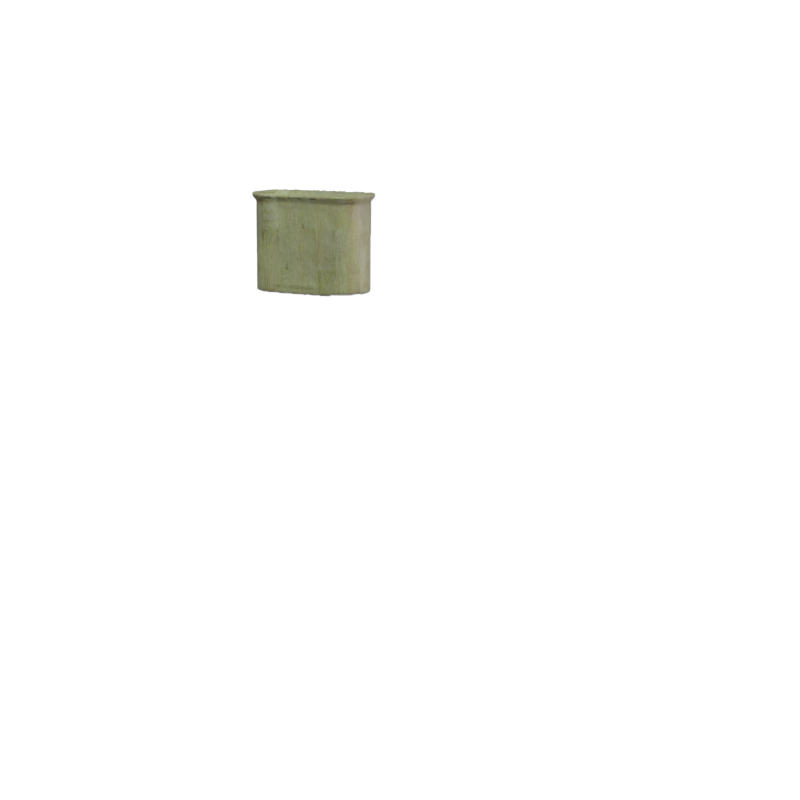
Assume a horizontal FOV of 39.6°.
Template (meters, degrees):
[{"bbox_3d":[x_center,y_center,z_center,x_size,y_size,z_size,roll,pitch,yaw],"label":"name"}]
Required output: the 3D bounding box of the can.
[{"bbox_3d":[-0.073,-0.134,0.935,0.105,0.082,0.057,6,10,25],"label":"can"}]
